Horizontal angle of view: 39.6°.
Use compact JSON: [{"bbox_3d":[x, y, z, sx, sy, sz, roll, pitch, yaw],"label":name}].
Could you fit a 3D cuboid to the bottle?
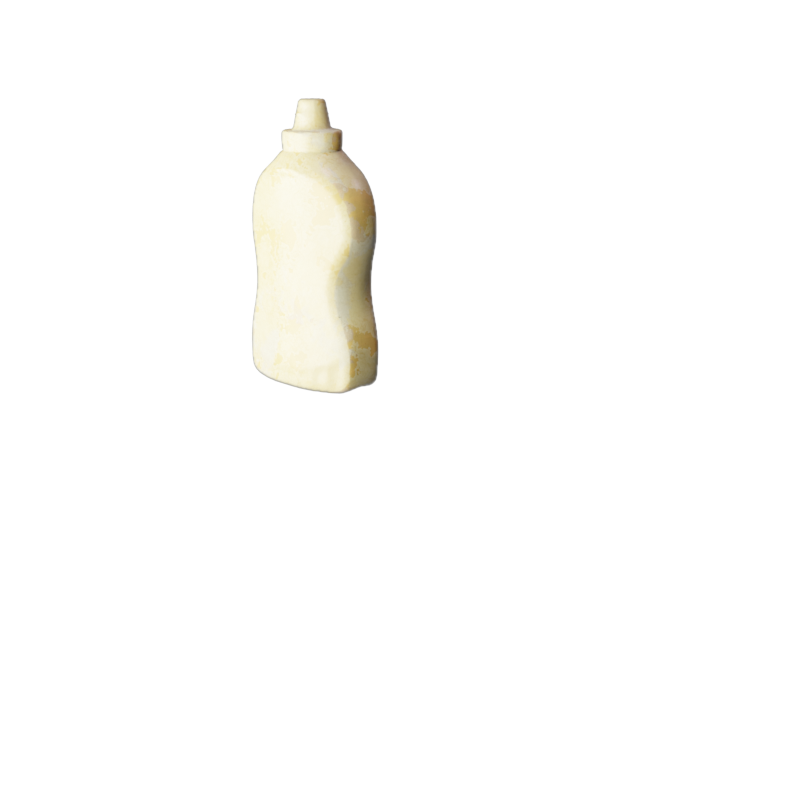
[{"bbox_3d":[-0.059,-0.107,0.748,0.101,0.187,0.057,12,15,44],"label":"bottle"}]
